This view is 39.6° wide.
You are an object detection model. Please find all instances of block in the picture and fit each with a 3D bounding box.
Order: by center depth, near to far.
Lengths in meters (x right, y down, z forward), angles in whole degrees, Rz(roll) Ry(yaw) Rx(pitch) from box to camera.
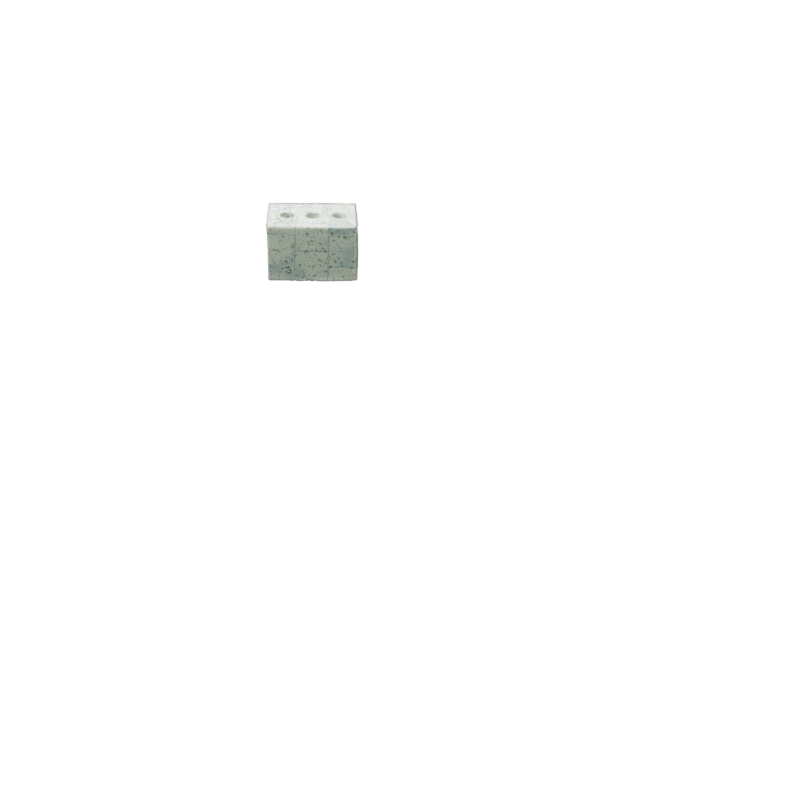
[{"bbox_3d":[-0.074,-0.134,0.941,0.078,0.048,0.056,0,27,-1],"label":"block"}]
